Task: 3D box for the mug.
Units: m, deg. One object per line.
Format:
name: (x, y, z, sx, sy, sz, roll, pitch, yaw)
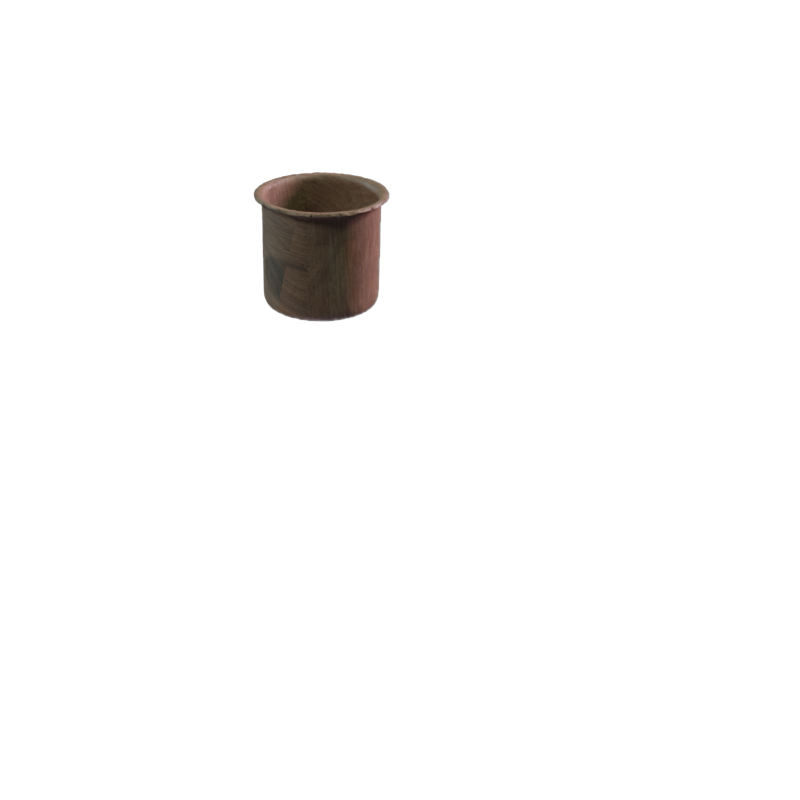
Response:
mug: (-0.061, -0.111, 0.781, 0.091, 0.077, 0.126, -13, 29, -27)
